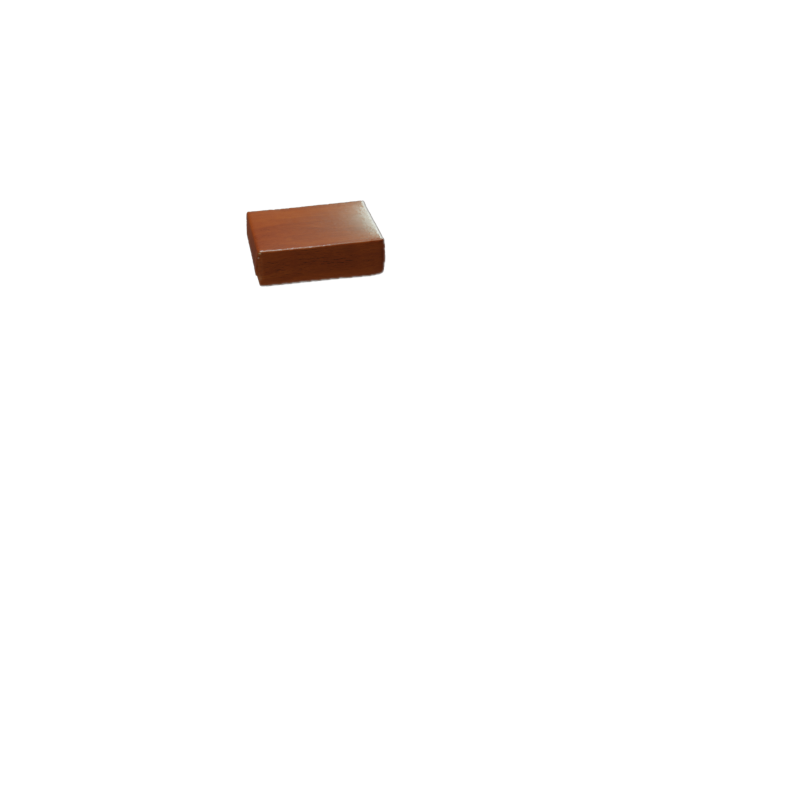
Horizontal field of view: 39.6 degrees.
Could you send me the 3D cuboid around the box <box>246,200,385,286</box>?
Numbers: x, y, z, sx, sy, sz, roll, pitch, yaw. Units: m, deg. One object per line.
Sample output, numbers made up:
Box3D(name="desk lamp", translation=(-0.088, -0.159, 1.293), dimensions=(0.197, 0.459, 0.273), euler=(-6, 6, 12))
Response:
Box3D(name="box", translation=(-0.077, -0.141, 0.985), dimensions=(0.112, 0.037, 0.096), euler=(-6, 32, -10))
